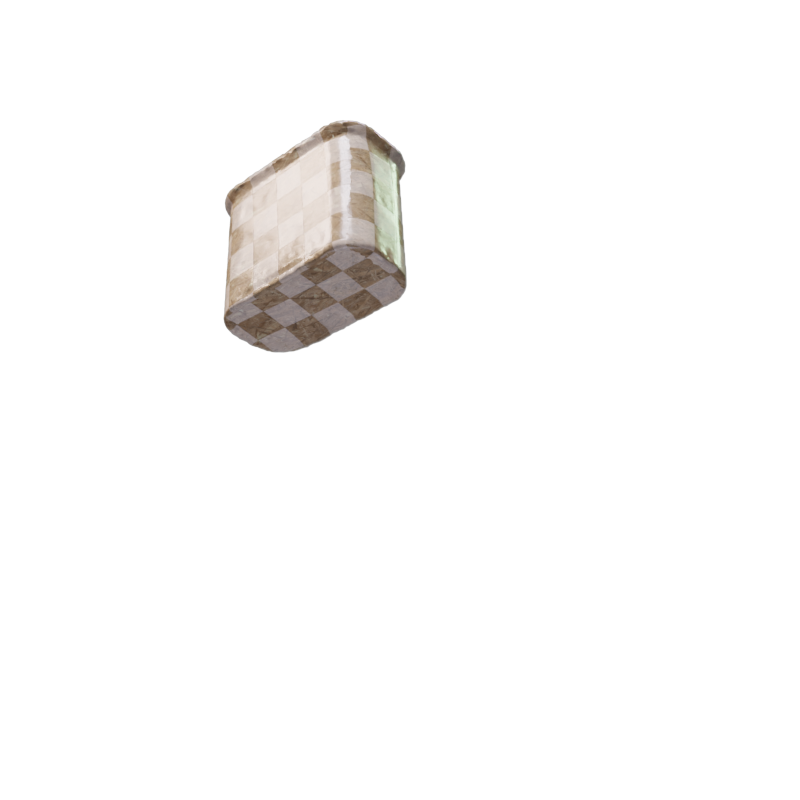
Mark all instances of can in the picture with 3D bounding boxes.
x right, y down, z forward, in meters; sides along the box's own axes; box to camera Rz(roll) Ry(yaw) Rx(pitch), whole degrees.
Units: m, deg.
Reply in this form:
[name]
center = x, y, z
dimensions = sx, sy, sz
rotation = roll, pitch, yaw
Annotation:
[can]
center = -0.045, -0.082, 0.575
dimensions = 0.102, 0.090, 0.054
rotation = -28, -44, 30
